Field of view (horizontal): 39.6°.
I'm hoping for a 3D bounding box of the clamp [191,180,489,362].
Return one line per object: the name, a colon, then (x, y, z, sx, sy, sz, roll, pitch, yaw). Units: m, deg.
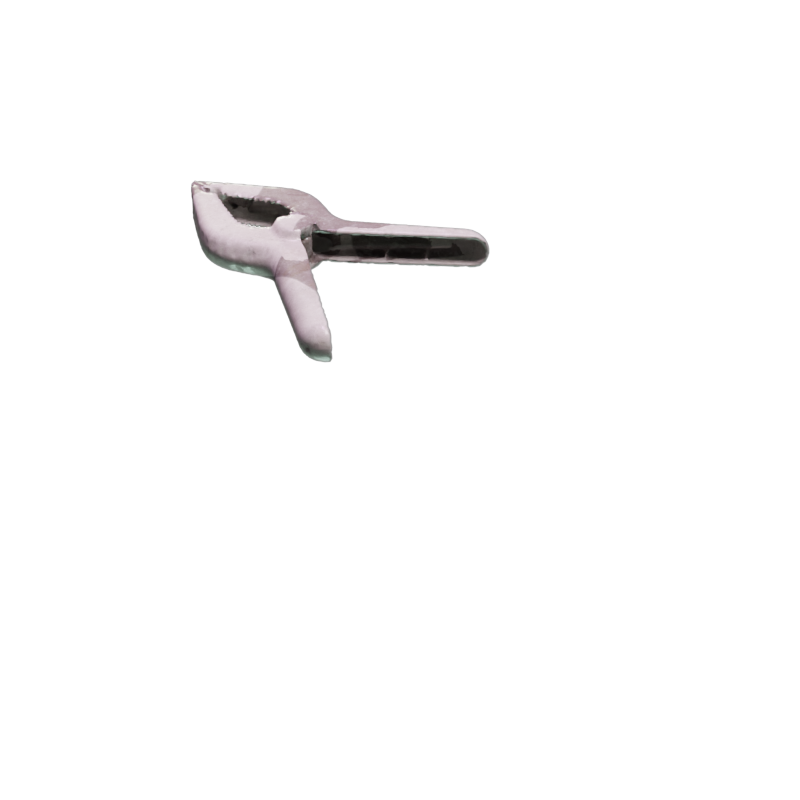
clamp: (-0.058, -0.106, 0.741, 0.163, 0.034, 0.225, -26, 42, -33)
